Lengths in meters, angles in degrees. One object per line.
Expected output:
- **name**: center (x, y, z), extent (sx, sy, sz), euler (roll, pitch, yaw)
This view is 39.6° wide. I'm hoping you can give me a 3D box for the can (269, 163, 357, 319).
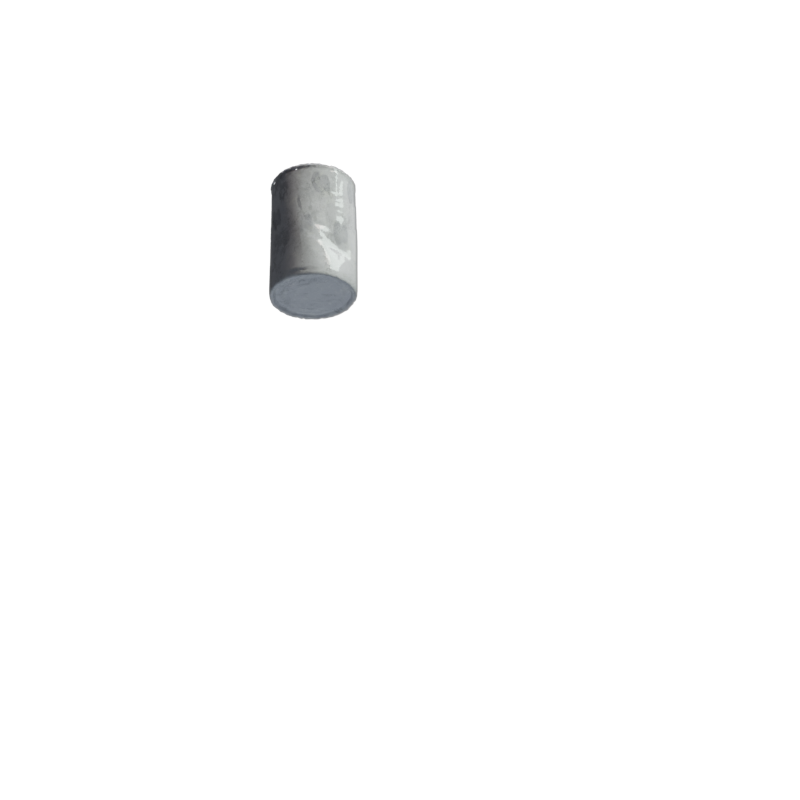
- **can**: center (-0.067, -0.122, 0.856), extent (0.068, 0.109, 0.064), euler (-1, -31, -2)
